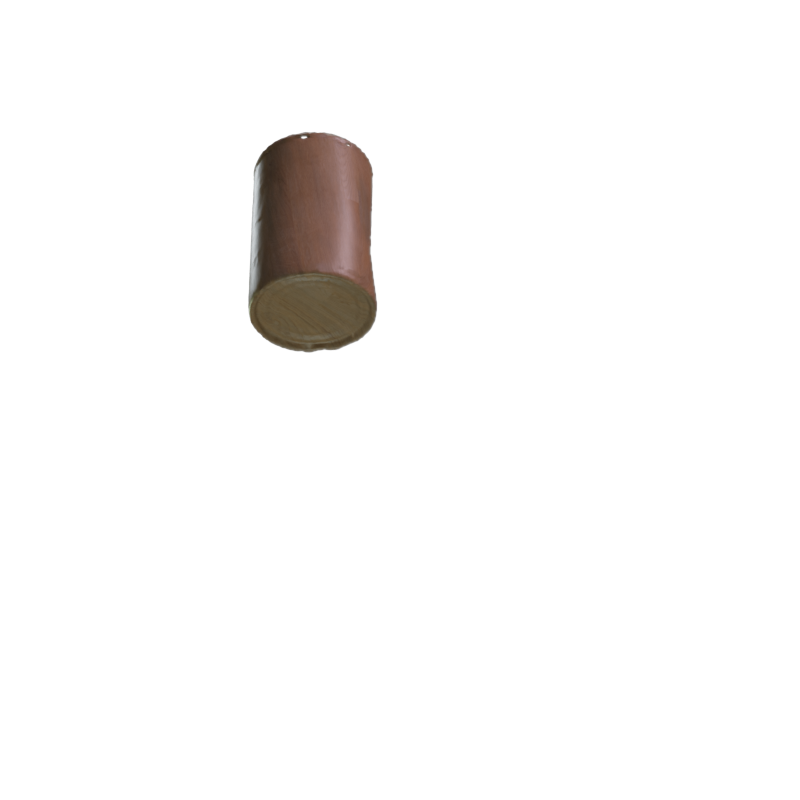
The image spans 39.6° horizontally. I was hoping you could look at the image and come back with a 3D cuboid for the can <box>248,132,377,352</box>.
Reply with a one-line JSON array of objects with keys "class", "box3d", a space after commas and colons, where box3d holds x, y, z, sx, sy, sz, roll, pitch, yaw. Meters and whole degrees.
[{"class": "can", "box3d": [-0.047, -0.085, 0.597, 0.068, 0.110, 0.064, -1, -39, -3]}]
